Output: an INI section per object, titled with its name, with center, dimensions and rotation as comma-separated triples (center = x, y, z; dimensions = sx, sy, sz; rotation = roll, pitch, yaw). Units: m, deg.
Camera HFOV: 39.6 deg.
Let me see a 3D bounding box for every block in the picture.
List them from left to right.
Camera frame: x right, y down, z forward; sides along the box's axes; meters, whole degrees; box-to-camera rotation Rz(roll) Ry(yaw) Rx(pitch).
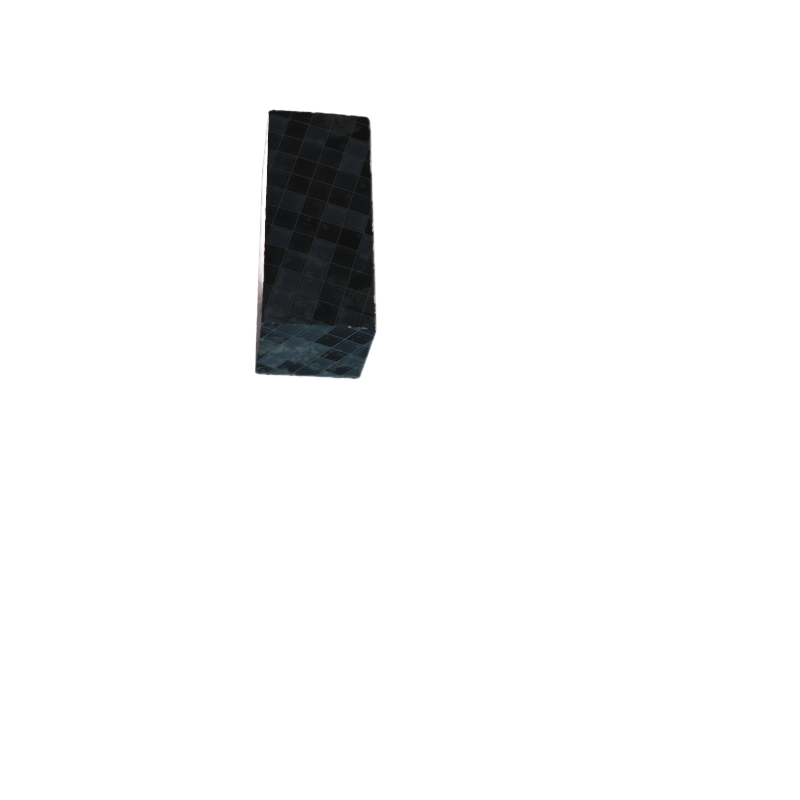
[block]
center = -0.072, -0.132, 0.926
dimensions = 0.089, 0.220, 0.086
rotation = 3, -30, -8
